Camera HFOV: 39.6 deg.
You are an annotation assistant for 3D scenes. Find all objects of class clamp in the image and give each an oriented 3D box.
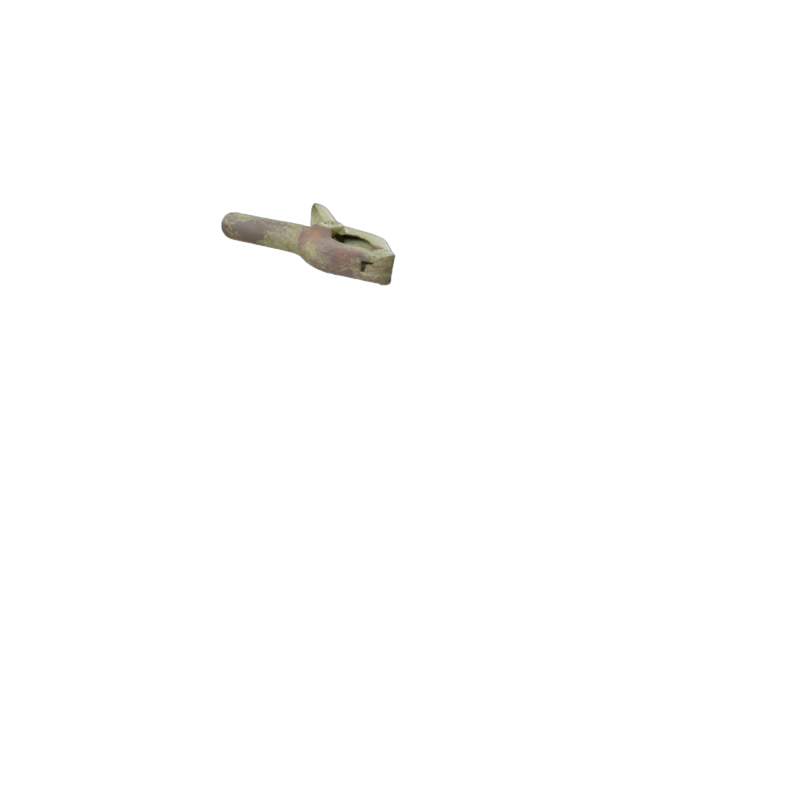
[{"bbox_3d":[-0.077,-0.141,0.984,0.118,0.037,0.183,-15,29,-30],"label":"clamp"}]
